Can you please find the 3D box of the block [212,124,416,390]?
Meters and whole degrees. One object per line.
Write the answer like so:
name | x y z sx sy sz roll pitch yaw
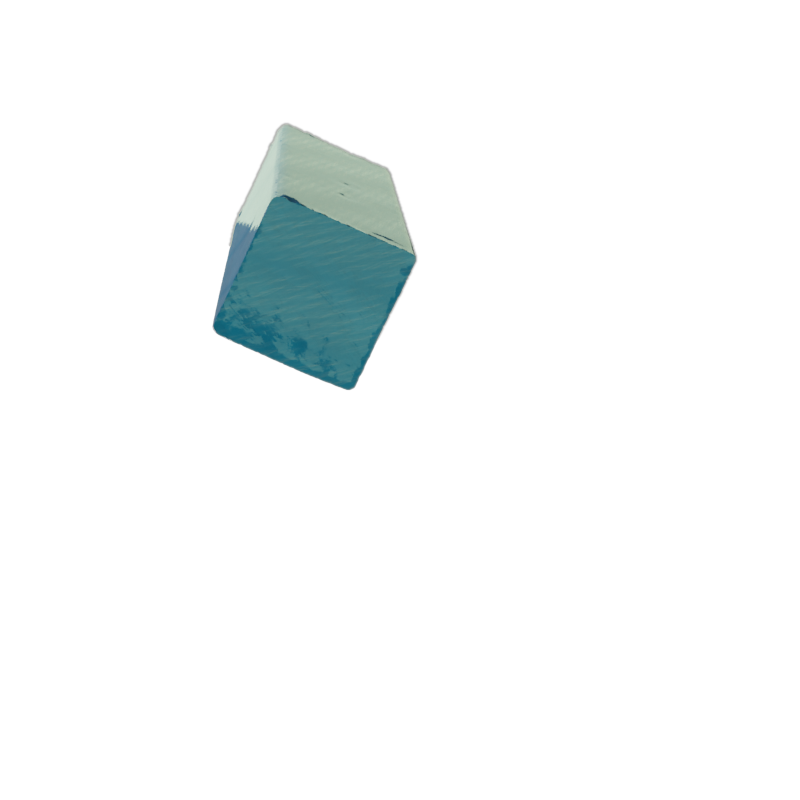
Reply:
block | -0.056 -0.101 0.710 0.088 0.088 0.216 22 20 -13
